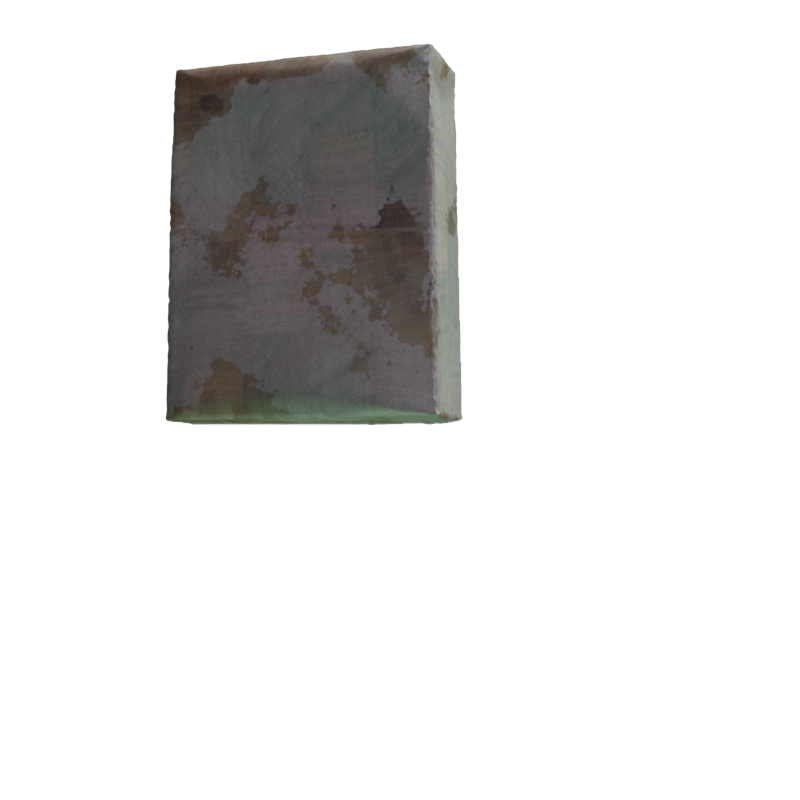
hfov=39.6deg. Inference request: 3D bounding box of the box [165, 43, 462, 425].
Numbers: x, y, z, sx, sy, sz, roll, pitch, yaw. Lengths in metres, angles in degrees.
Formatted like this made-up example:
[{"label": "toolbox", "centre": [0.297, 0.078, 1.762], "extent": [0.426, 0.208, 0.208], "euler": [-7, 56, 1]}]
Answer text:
[{"label": "box", "centre": [-0.051, -0.094, 0.657], "extent": [0.167, 0.218, 0.069], "euler": [-2, -8, 17]}]
